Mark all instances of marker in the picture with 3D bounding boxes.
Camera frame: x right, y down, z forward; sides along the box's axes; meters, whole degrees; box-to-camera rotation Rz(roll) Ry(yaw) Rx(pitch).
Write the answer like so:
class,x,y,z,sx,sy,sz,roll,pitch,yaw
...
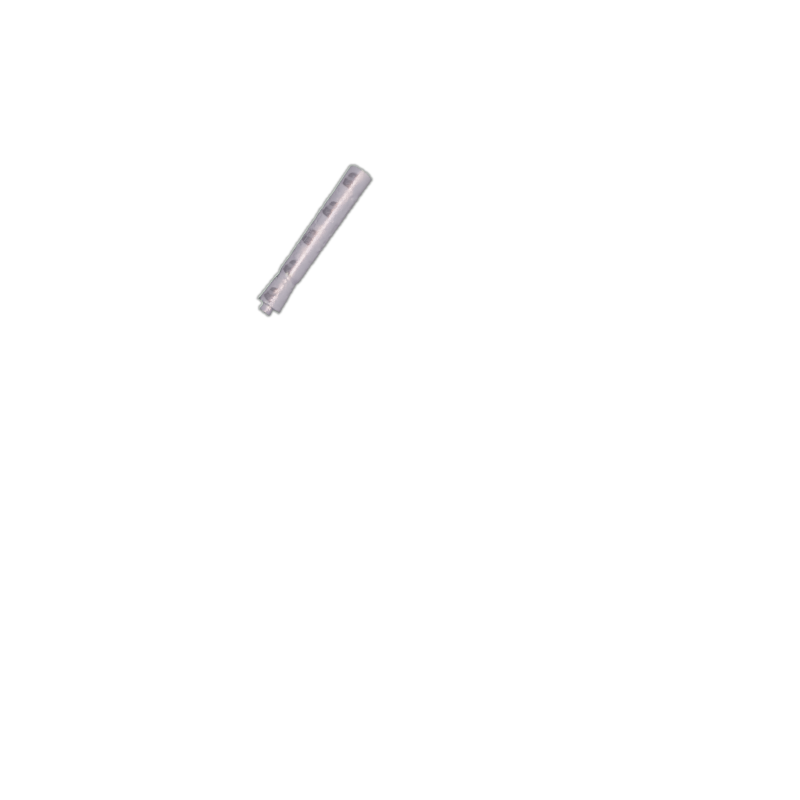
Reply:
class,x,y,z,sx,sy,sz,roll,pitch,yaw
marker,-0.061,-0.111,0.775,0.020,0.122,0.019,34,-7,1
